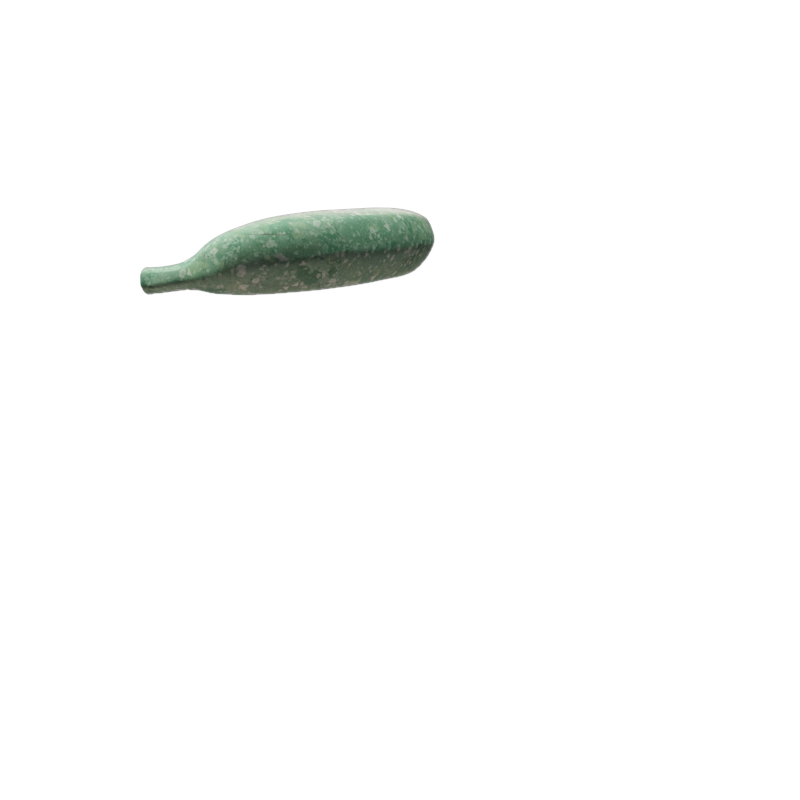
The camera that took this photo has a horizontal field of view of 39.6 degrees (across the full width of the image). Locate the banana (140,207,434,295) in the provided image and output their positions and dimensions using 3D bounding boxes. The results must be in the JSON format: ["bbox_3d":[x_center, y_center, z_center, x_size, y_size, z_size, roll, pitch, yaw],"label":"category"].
[{"bbox_3d":[-0.032,-0.077,0.547,0.073,0.036,0.193,9,16,39],"label":"banana"}]
